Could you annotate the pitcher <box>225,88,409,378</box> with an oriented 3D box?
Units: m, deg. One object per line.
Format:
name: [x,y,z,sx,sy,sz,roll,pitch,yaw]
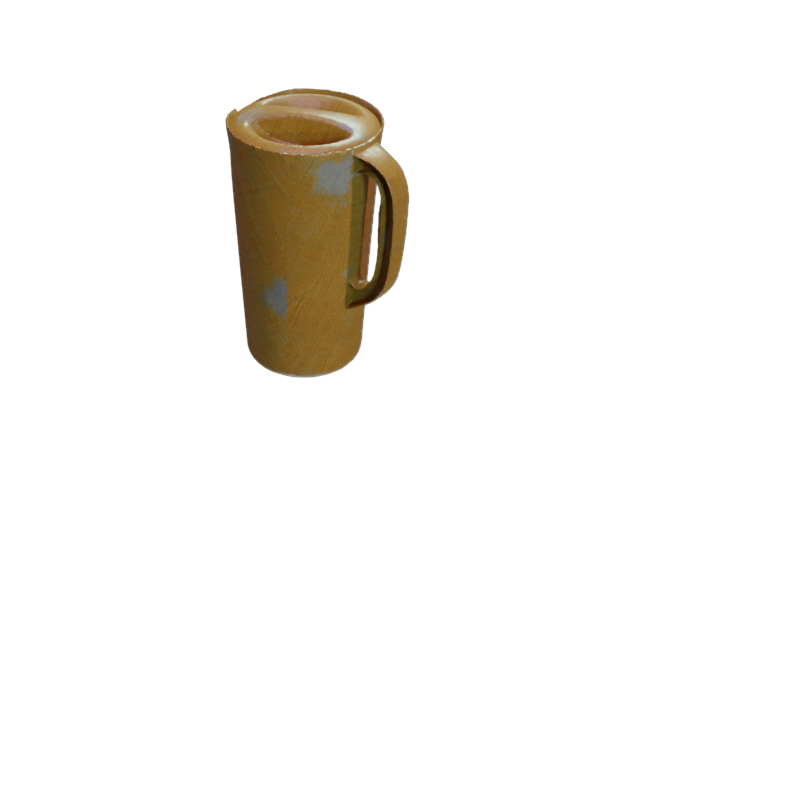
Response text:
pitcher: [-0.076,-0.139,0.977,0.144,0.228,0.160,-2,34,-7]
